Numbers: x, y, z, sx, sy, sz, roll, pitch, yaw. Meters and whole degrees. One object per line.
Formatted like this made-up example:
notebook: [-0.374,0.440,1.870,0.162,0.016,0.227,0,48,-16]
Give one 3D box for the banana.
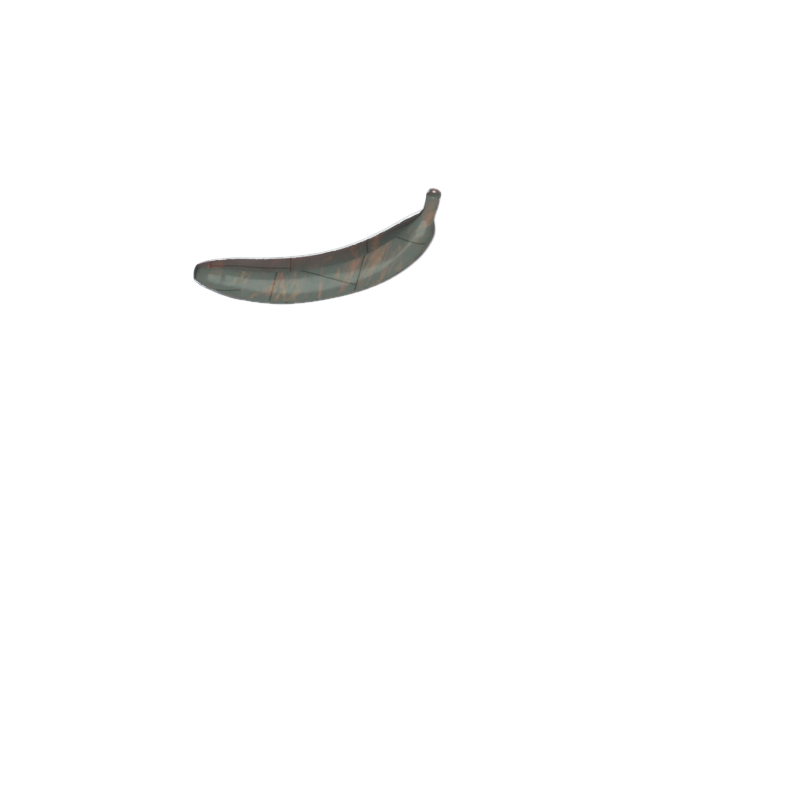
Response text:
banana: [-0.055,-0.106,0.837,0.199,0.065,0.039,-17,33,11]
